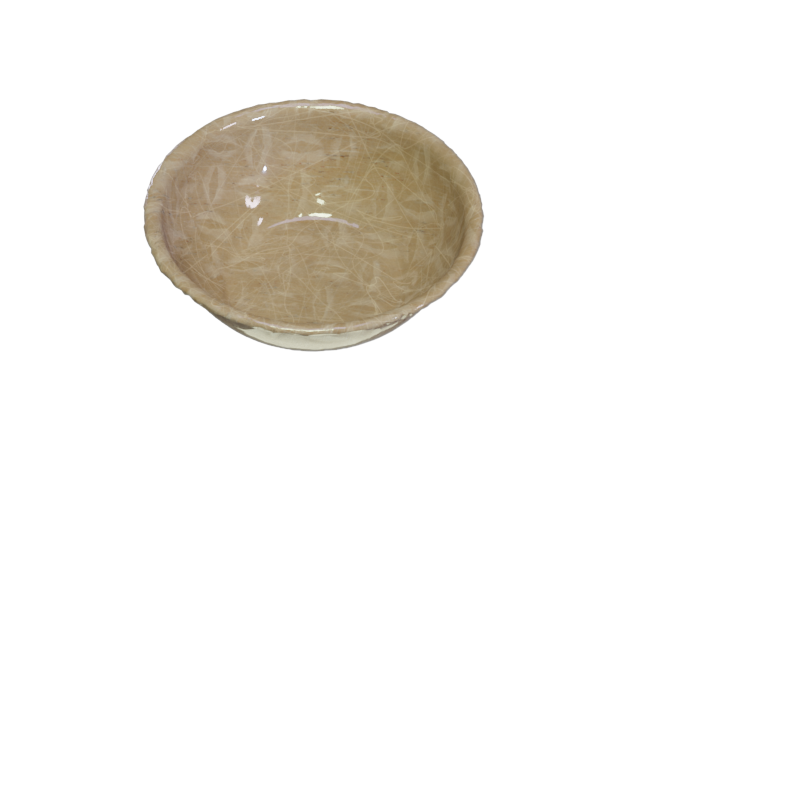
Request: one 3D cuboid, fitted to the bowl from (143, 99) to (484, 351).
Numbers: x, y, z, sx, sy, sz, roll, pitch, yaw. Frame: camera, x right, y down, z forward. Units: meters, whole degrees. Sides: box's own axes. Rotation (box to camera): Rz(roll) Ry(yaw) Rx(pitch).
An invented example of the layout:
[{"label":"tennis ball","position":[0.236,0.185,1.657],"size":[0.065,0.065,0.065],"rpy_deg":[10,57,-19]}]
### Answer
[{"label":"bowl","position":[-0.043,-0.078,0.544],"size":[0.162,0.174,0.051],"rpy_deg":[-1,-41,-1]}]
